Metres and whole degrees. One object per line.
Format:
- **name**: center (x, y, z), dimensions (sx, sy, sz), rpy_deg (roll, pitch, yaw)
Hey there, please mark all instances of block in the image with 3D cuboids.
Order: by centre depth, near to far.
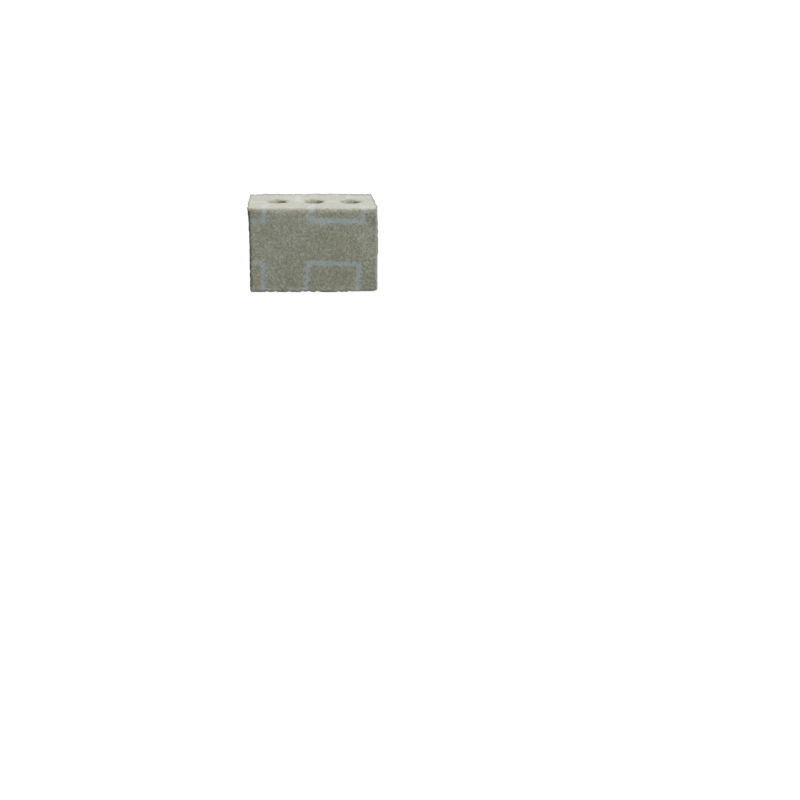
- **block**: center (-0.052, -0.095, 0.669), dimensions (0.078, 0.050, 0.055), rpy_deg (0, 15, -3)
